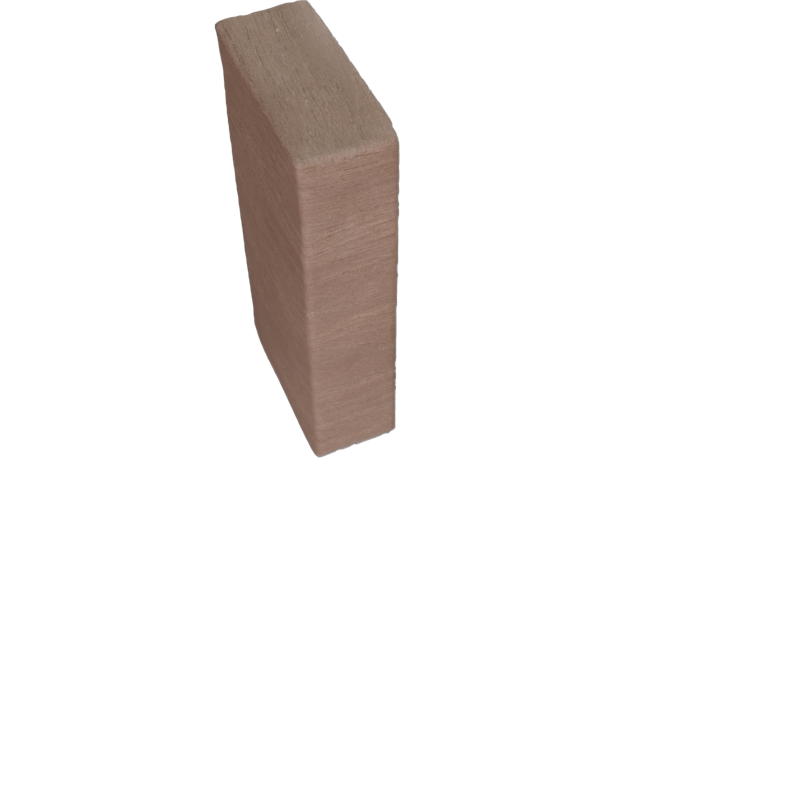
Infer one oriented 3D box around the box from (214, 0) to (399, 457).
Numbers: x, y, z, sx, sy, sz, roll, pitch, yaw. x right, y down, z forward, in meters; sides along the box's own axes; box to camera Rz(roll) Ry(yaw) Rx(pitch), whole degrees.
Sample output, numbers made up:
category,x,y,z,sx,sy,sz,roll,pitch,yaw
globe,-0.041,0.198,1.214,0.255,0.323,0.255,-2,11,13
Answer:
category,x,y,z,sx,sy,sz,roll,pitch,yaw
box,-0.036,-0.066,0.461,0.047,0.101,0.164,-16,-37,-17
